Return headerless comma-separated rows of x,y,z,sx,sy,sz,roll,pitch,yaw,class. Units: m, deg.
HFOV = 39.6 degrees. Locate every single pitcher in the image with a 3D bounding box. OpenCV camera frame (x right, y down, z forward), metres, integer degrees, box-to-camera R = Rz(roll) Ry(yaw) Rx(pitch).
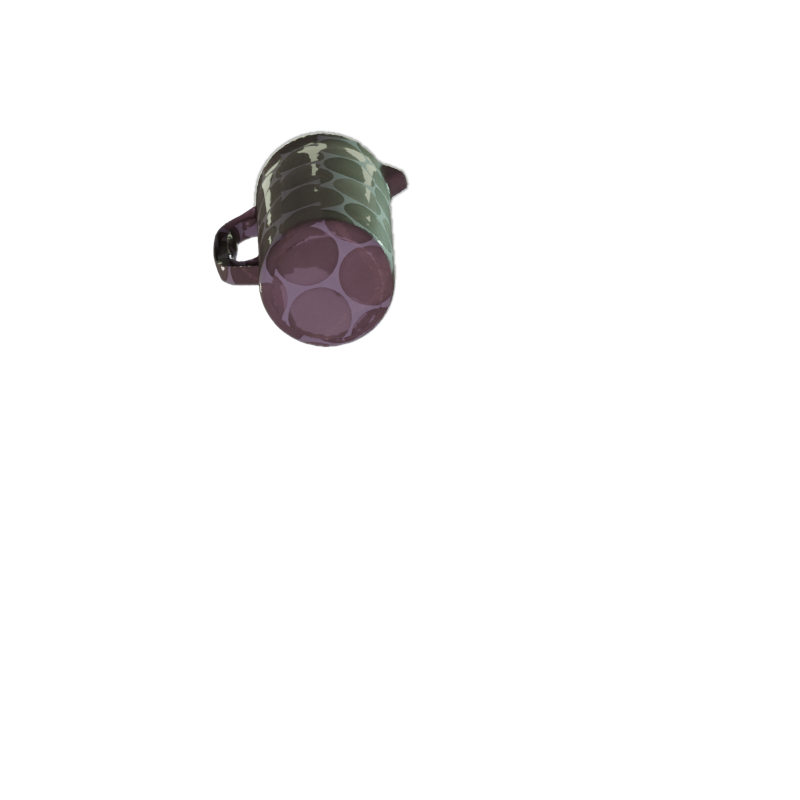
-0.076,-0.139,0.975,0.141,0.146,0.256,26,21,-14,pitcher
